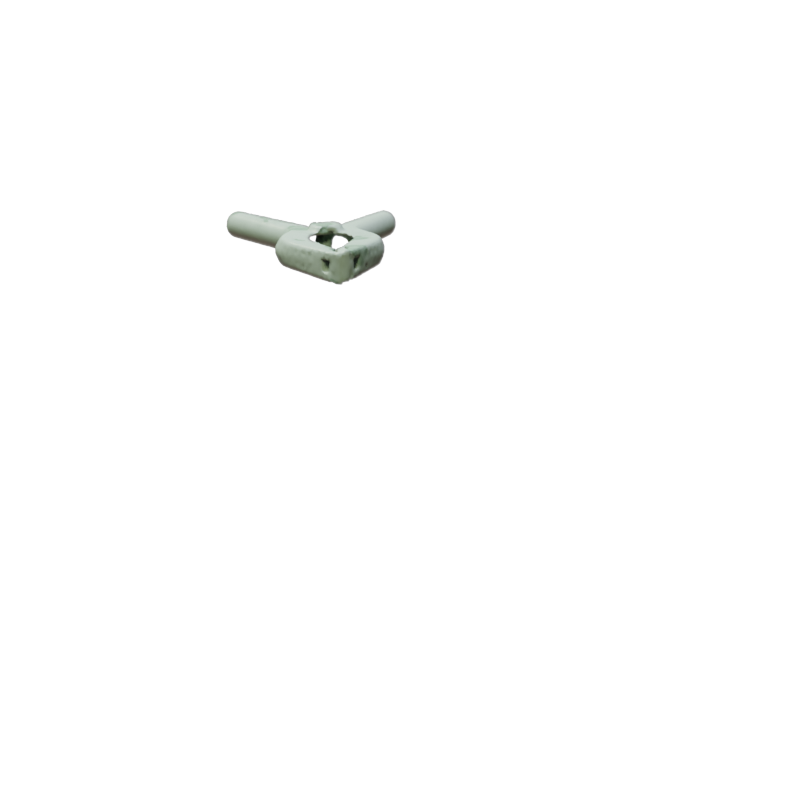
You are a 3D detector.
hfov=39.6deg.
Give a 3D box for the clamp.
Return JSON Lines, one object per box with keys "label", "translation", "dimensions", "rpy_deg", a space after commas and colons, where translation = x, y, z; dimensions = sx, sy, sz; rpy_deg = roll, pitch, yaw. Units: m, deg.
{"label": "clamp", "translation": [-0.078, -0.143, 0.999], "dimensions": [0.164, 0.035, 0.219], "rpy_deg": [-1, 19, -3]}
